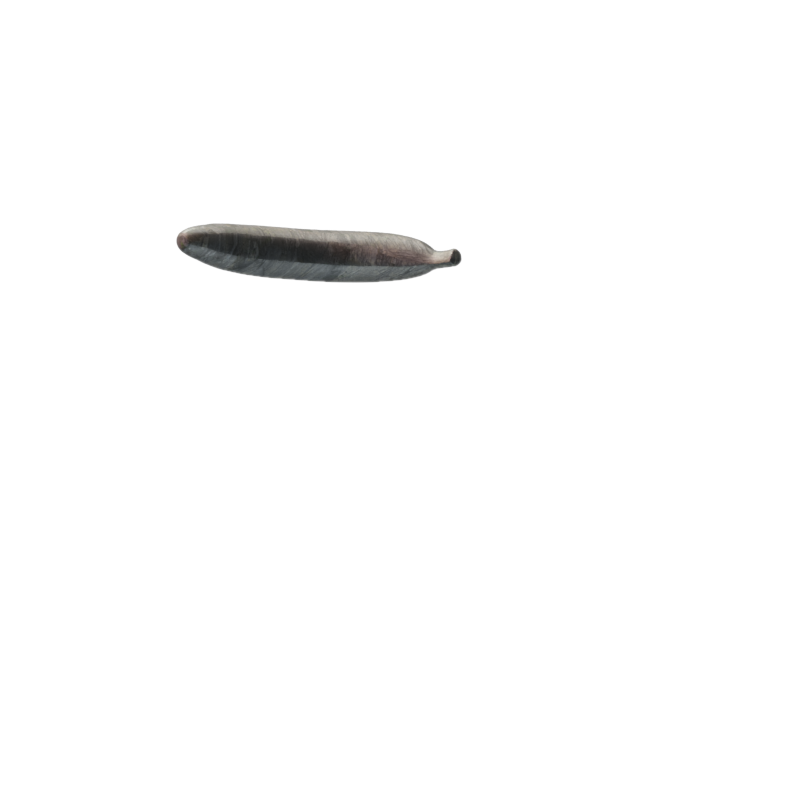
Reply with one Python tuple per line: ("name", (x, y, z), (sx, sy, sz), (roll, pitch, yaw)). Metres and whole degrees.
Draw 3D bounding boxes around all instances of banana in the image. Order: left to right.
("banana", (-0.060, -0.108, 0.796), (0.196, 0.038, 0.068), (1, -12, -6))
